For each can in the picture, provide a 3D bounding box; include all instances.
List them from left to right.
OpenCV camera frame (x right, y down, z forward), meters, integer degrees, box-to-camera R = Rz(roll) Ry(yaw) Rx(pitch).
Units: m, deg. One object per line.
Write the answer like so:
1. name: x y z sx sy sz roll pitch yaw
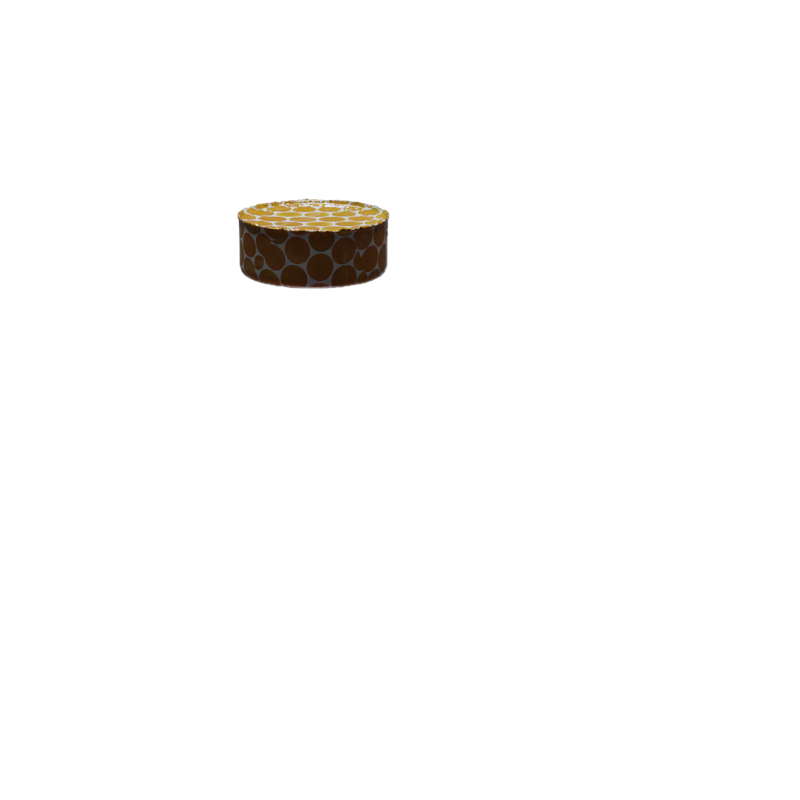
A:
1. can: -0.049 -0.090 0.629 0.086 0.032 0.089 -1 20 -2
